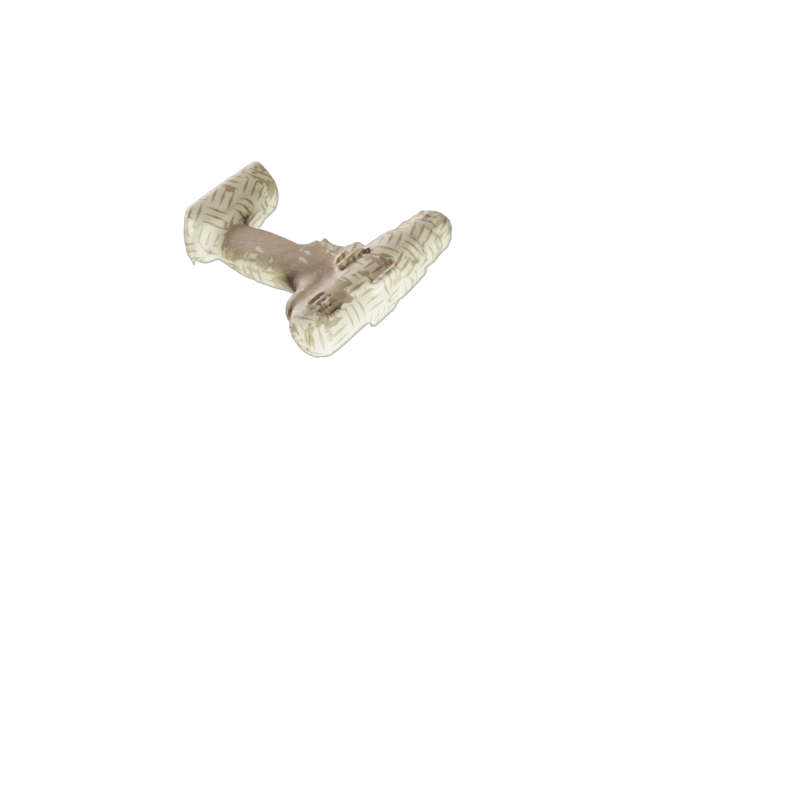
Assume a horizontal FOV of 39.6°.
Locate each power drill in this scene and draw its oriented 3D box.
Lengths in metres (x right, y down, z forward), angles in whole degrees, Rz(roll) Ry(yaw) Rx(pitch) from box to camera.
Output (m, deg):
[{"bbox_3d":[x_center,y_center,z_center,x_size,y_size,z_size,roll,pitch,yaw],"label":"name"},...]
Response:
[{"bbox_3d":[-0.073,-0.132,0.928,0.198,0.053,0.187,28,50,26],"label":"power drill"}]
